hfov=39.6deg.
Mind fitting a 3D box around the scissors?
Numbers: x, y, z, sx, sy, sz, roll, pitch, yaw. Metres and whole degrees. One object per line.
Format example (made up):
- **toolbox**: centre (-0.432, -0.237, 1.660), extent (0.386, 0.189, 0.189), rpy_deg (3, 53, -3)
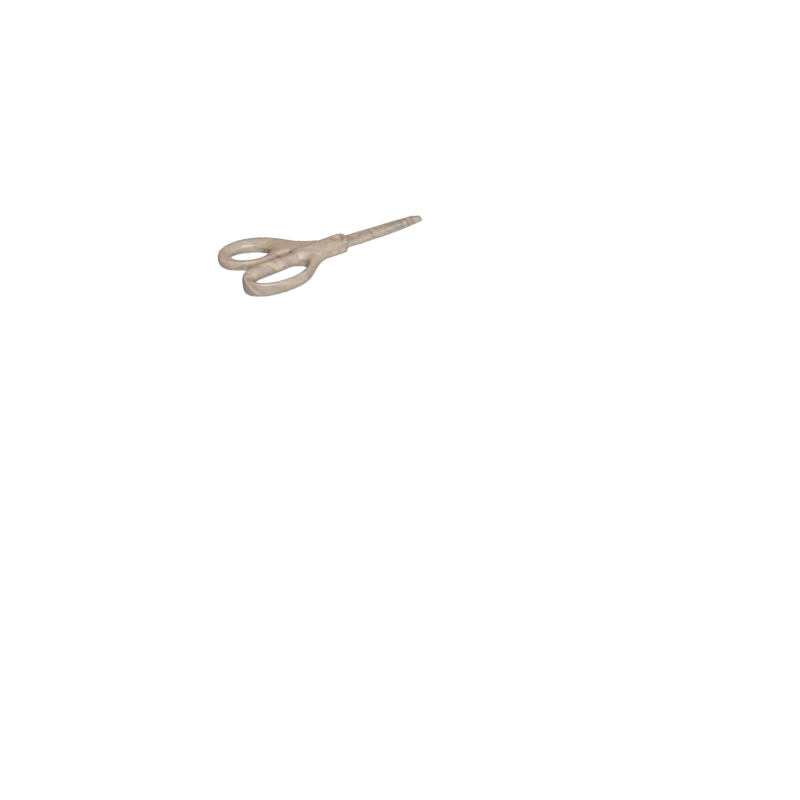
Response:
- **scissors**: centre (-0.076, -0.138, 0.968), extent (0.102, 0.015, 0.203), rpy_deg (20, 37, 29)
